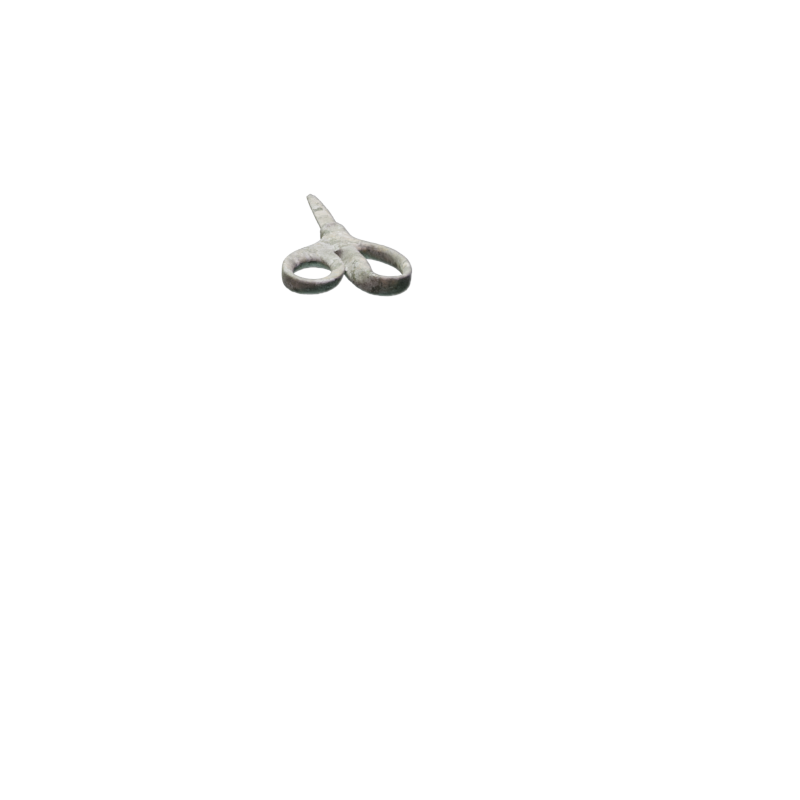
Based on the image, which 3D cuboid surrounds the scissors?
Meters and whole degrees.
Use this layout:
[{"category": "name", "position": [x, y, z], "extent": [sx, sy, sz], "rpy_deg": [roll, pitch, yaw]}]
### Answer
[{"category": "scissors", "position": [-0.063, -0.115, 0.808], "extent": [0.094, 0.015, 0.216], "rpy_deg": [-13, 30, -24]}]
